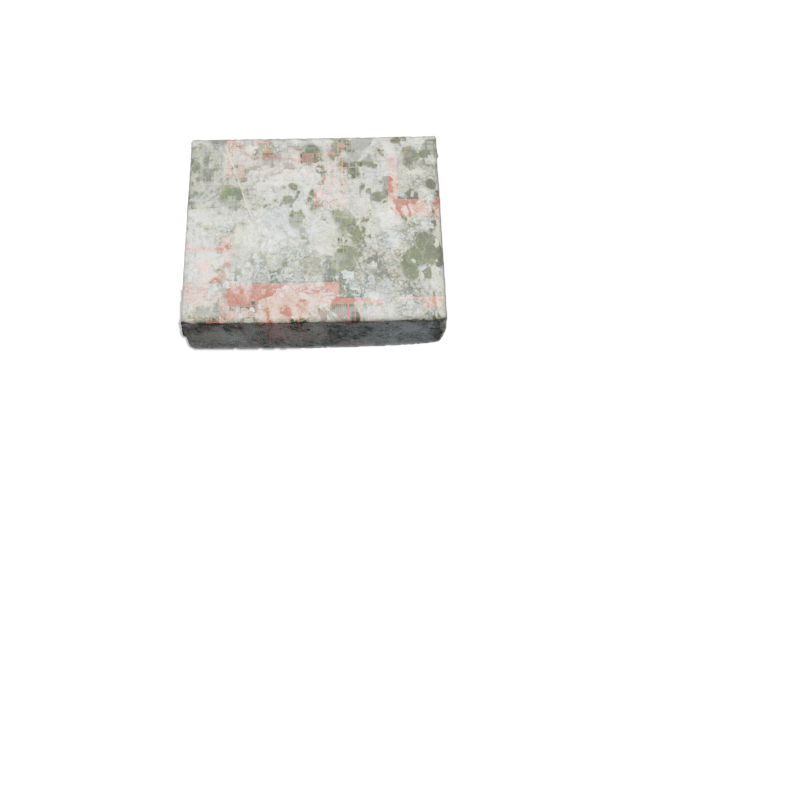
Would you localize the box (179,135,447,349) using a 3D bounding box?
[{"bbox_3d":[-0.038,-0.070,0.489,0.113,0.095,0.037,-1,-25,-1],"label":"box"}]
